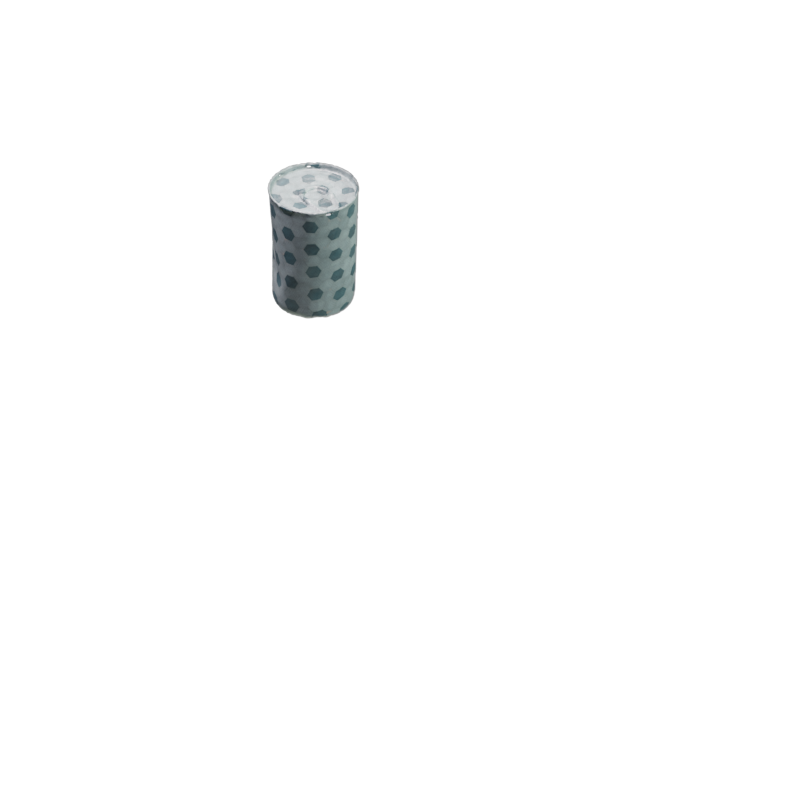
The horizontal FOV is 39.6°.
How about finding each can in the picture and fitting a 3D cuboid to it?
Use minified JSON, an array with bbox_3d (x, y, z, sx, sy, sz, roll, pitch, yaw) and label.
[{"bbox_3d":[-0.067,-0.122,0.851,0.068,0.095,0.073,0,40,-3],"label":"can"}]
